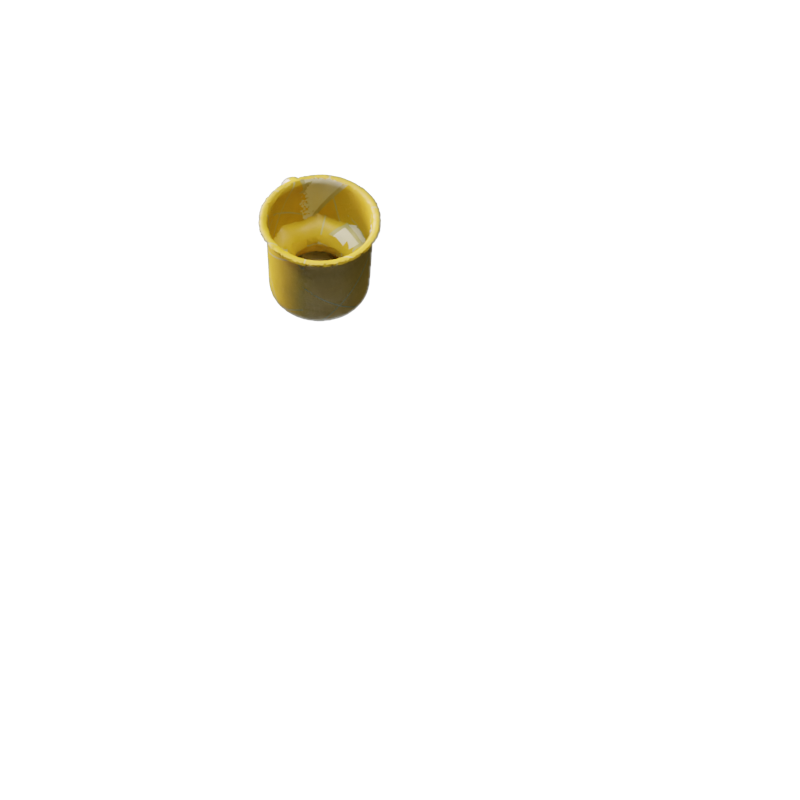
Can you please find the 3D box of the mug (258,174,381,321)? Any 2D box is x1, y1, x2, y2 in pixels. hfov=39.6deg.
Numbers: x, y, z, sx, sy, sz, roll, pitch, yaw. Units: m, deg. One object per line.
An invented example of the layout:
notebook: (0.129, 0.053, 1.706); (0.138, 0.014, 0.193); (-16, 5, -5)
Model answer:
mug: (-0.069, -0.125, 0.877); (0.092, 0.126, 0.076); (-20, -34, -16)
